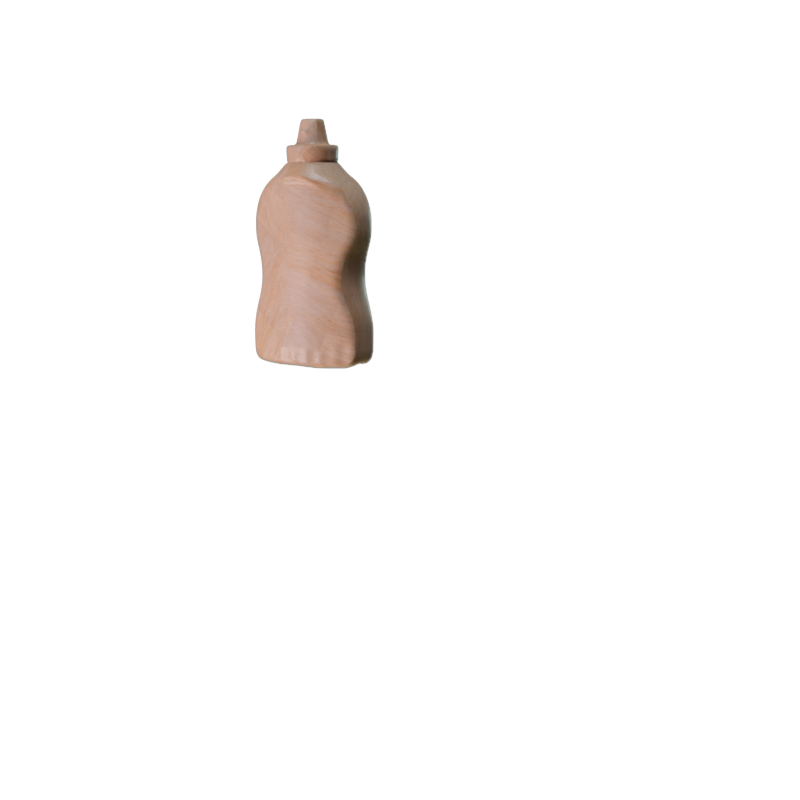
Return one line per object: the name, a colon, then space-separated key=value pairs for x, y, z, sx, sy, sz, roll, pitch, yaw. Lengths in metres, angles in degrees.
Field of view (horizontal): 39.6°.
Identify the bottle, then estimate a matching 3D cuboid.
bottle: x=-0.068 y=-0.124 z=0.871 sx=0.100 sy=0.190 sz=0.057 roll=3 pitch=5 yaw=33
